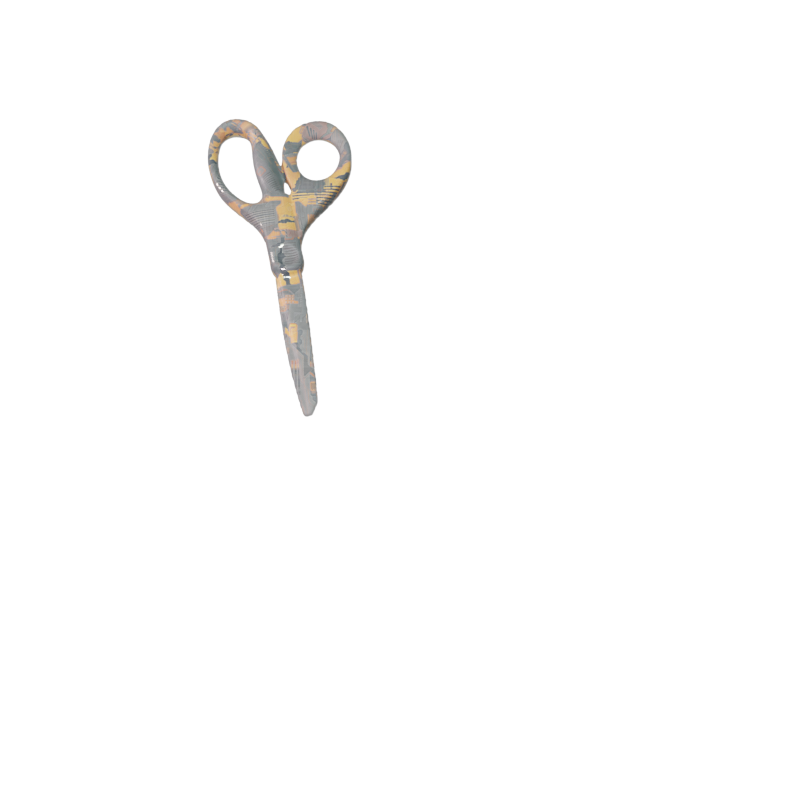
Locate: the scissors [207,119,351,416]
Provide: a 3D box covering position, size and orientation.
[{"bbox_3d":[-0.051,-0.092,0.646,0.096,0.216,0.015,-21,-29,-12],"label":"scissors"}]
